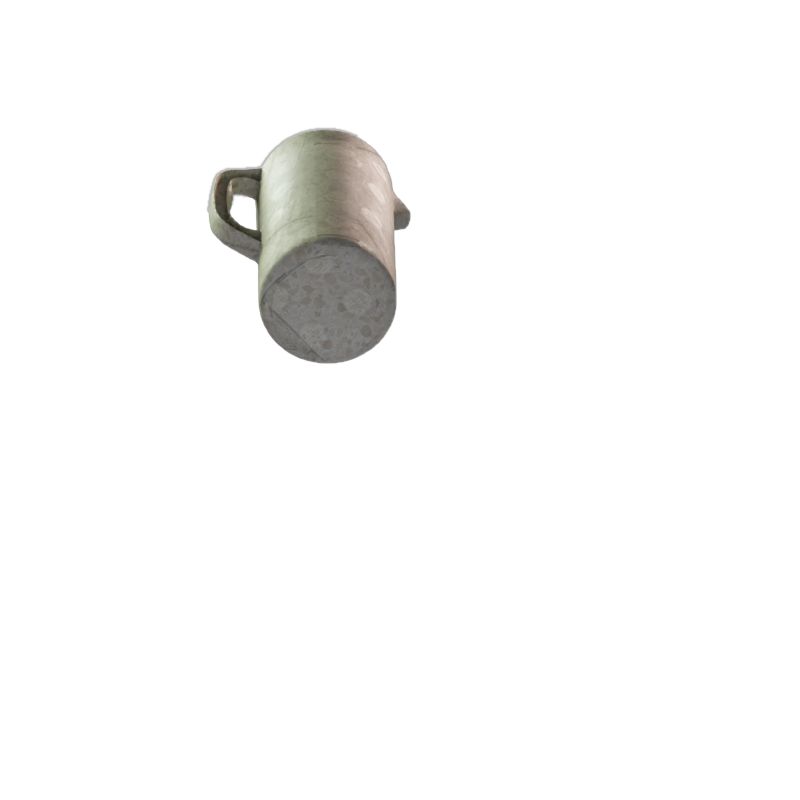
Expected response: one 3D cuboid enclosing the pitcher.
[{"bbox_3d":[-0.075,-0.137,0.958,0.149,0.137,0.258,-27,27,11],"label":"pitcher"}]
